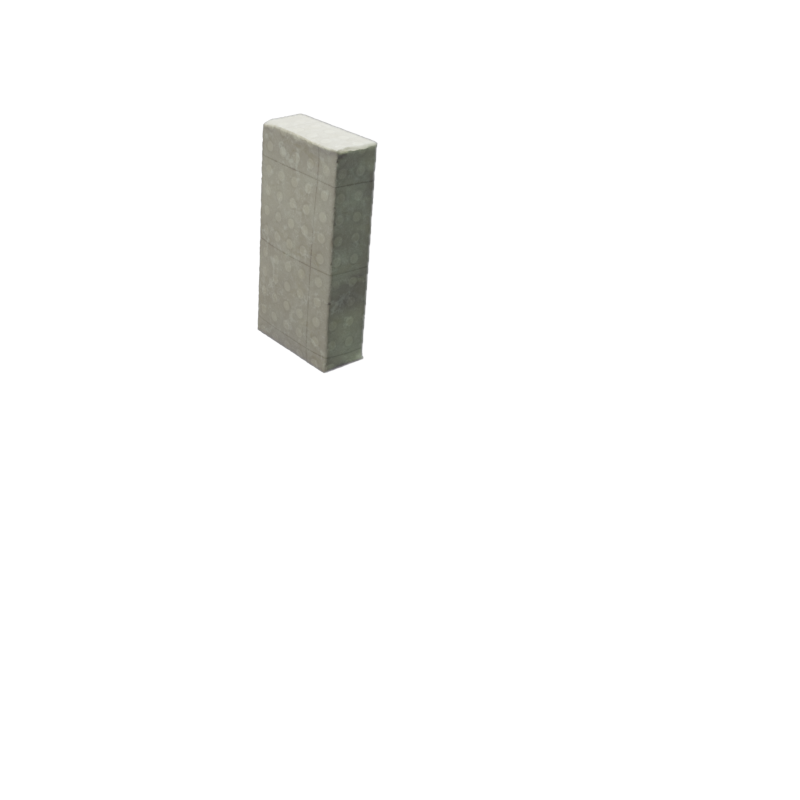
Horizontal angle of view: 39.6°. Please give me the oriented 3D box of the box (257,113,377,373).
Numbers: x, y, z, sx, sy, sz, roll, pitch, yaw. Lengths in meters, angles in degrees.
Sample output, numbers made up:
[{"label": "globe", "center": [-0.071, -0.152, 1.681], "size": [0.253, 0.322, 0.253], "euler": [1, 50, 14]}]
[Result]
[{"label": "box", "center": [-0.066, -0.120, 0.839], "size": [0.047, 0.167, 0.100], "euler": [-17, 31, -36]}]
